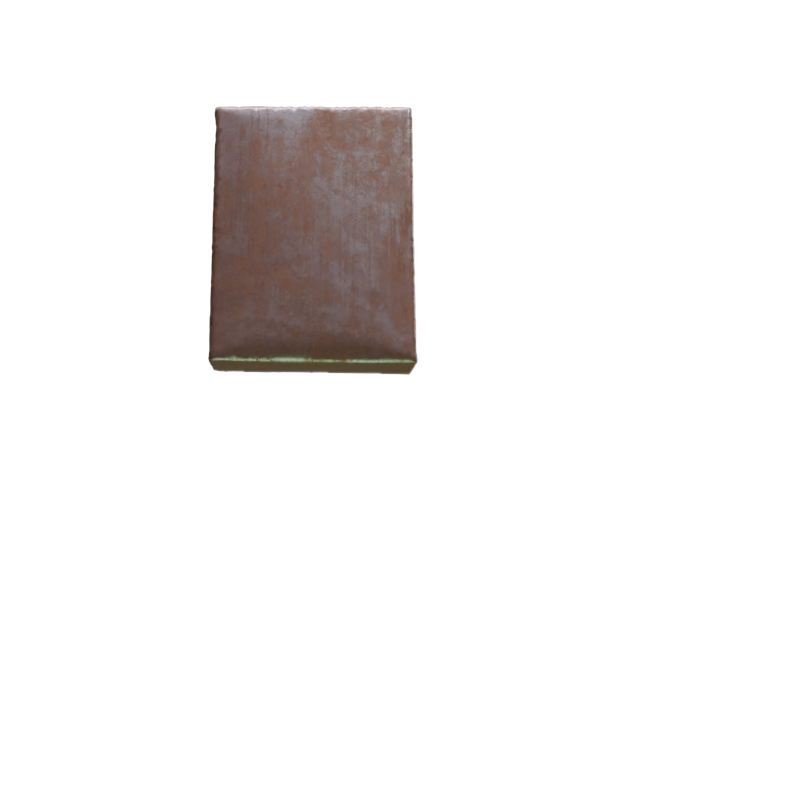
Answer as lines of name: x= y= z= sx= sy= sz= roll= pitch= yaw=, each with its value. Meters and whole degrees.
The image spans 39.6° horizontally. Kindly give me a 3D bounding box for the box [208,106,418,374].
box: x=-0.071 y=-0.130 z=0.910 sx=0.164 sy=0.222 sz=0.069 roll=0 pitch=-16 yaw=-2
